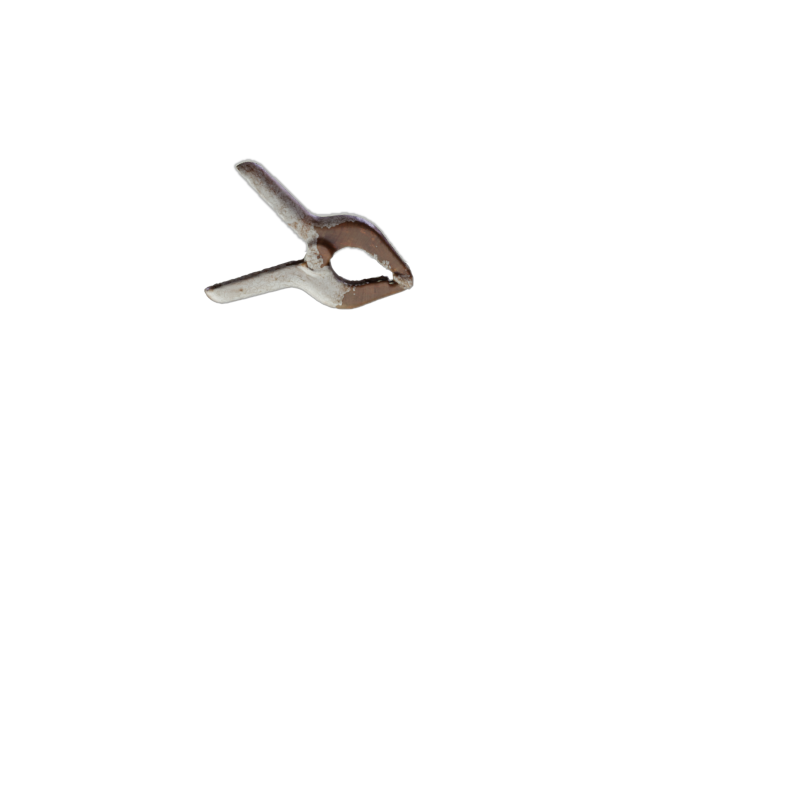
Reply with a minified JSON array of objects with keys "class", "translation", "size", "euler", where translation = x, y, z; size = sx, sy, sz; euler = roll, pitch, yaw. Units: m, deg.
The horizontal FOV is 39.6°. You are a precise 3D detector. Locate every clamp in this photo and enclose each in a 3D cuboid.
[{"class":"clamp","translation":[-0.071,-0.130,0.911],"size":[0.171,0.116,0.041],"euler":[6,17,-2]}]
